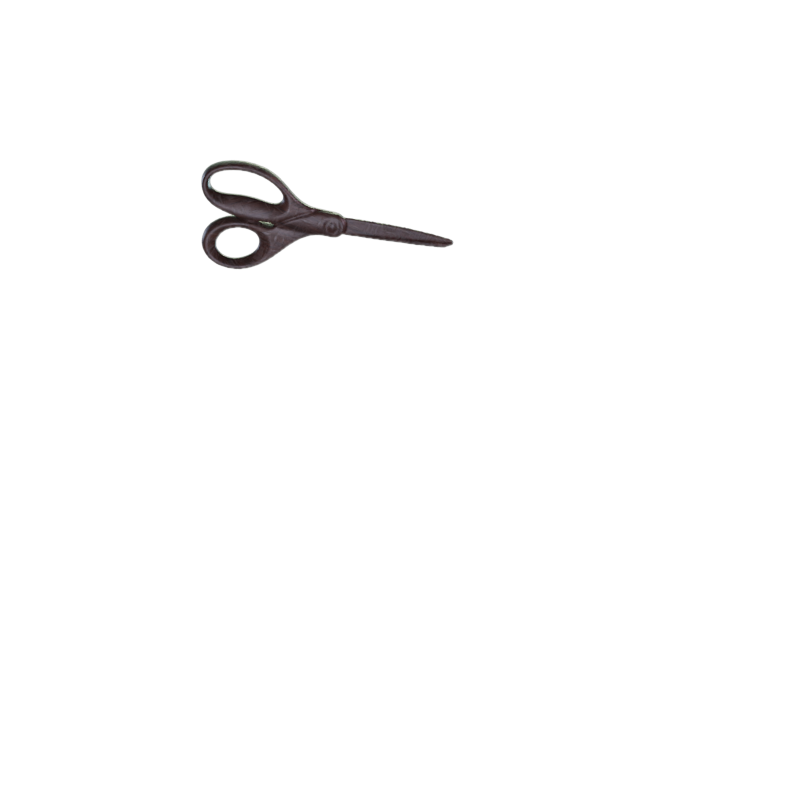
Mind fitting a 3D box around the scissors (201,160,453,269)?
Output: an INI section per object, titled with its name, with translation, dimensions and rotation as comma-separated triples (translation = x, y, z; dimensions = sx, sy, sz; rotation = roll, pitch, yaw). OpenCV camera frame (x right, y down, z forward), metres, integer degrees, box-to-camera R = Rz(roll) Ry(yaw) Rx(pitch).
[scissors]
translation = -0.069, -0.125, 0.875
dimensions = 0.197, 0.093, 0.017
rotation = 23, 22, -10
